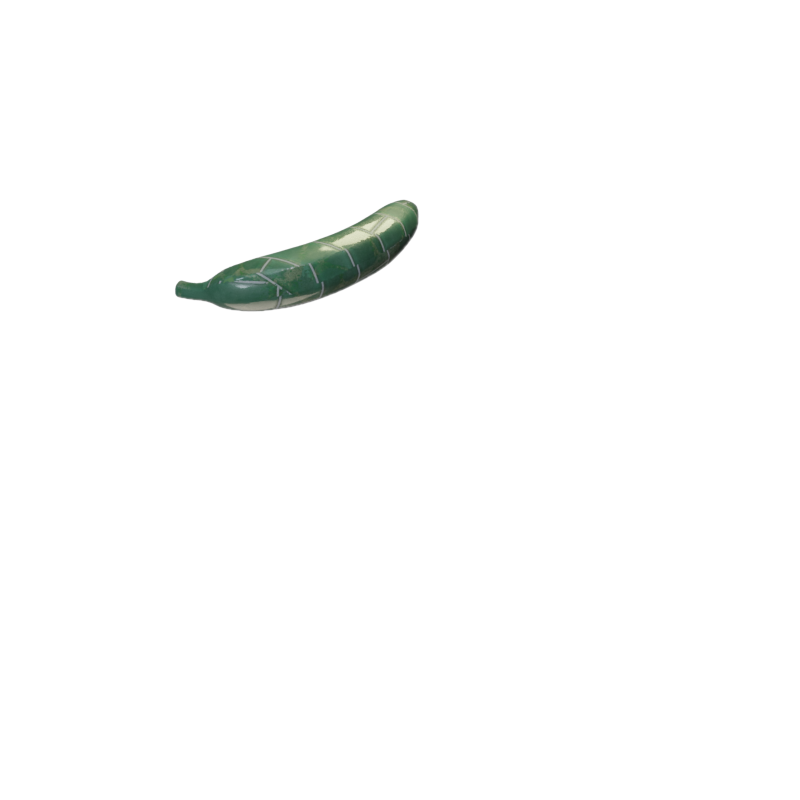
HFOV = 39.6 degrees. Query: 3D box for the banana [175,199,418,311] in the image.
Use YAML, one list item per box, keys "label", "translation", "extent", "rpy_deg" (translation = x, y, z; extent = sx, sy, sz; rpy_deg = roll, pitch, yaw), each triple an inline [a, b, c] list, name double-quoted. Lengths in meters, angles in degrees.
- label: "banana"
  translation: [-0.052, -0.099, 0.757]
  extent: [0.196, 0.034, 0.075]
  rpy_deg: [-22, 41, -29]
